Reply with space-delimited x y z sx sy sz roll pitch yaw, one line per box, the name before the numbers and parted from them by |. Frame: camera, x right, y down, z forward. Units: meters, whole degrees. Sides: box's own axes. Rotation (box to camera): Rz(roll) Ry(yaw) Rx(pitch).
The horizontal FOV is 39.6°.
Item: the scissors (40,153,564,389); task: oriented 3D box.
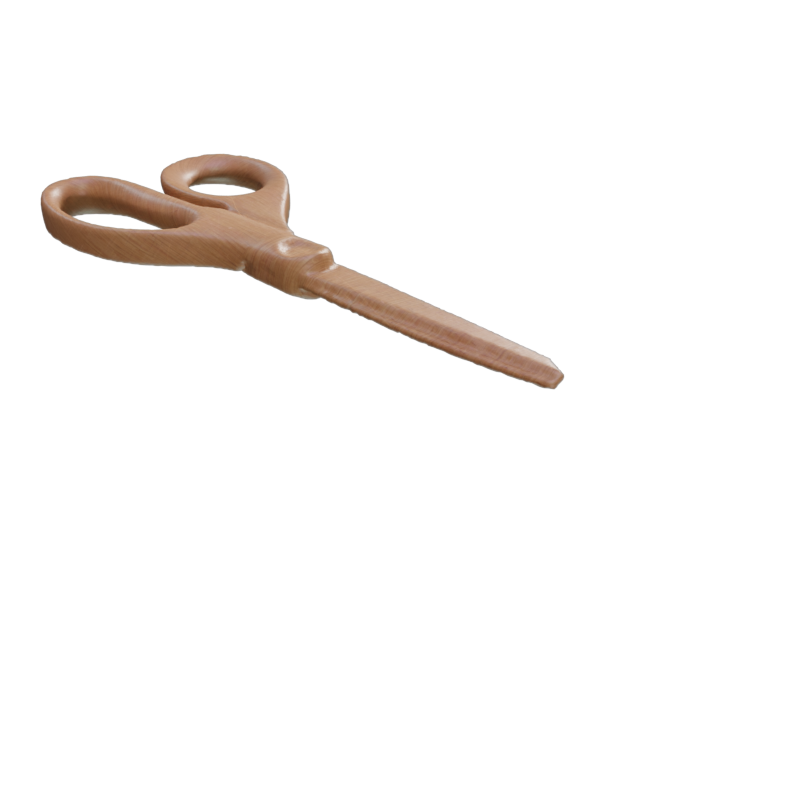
scissors | -0.028 -0.052 0.364 0.211 0.015 0.097 16 33 26
